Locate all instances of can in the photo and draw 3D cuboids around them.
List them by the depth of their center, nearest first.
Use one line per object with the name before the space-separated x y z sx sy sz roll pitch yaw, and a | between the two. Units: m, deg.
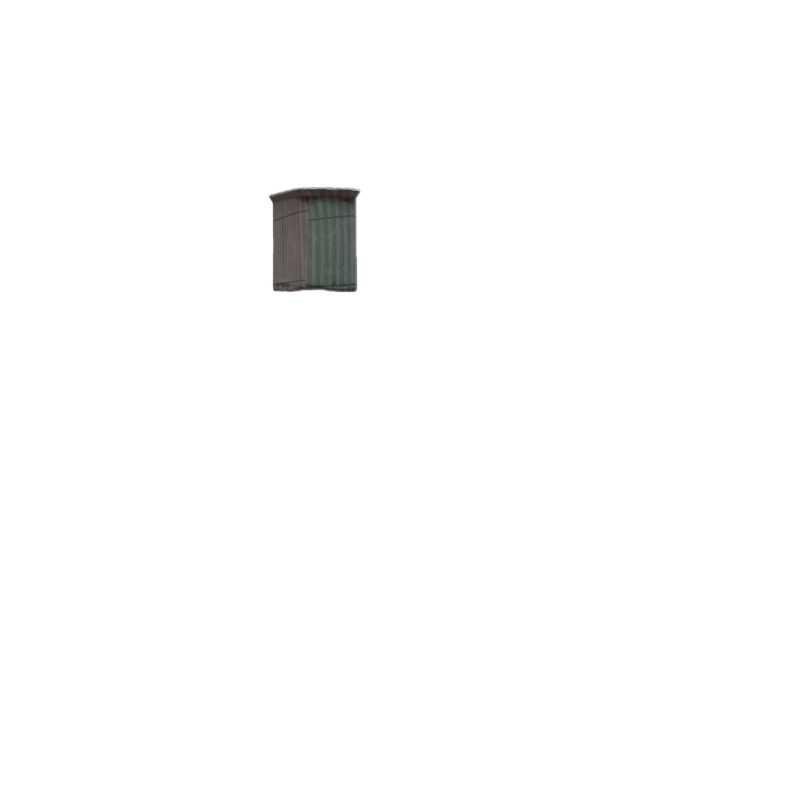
can | -0.072 -0.132 0.926 0.056 0.084 0.105 0 3 -22
